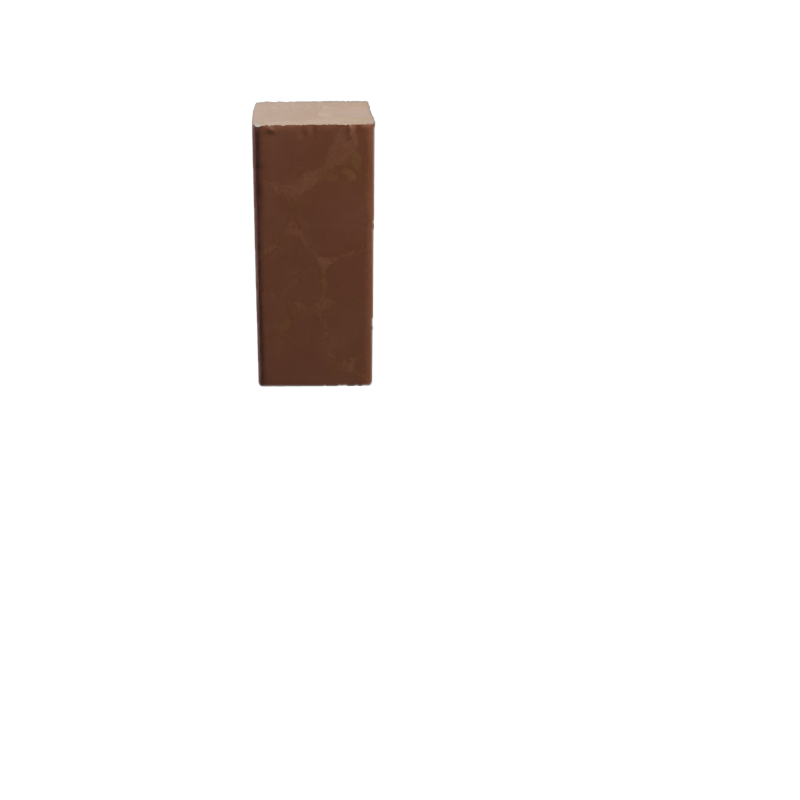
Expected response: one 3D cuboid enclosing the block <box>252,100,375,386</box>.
[{"bbox_3d":[-0.068,-0.123,0.863,0.090,0.197,0.095,0,20,-4],"label":"block"}]
